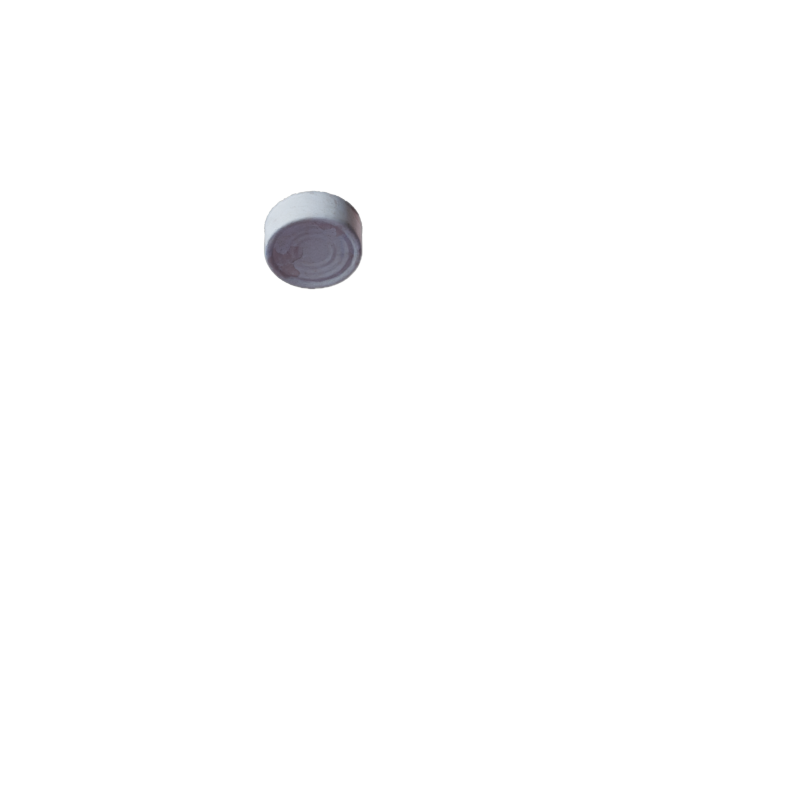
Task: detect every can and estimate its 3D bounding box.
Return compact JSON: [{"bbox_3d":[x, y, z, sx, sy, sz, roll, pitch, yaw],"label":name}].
[{"bbox_3d":[-0.075,-0.136,0.953,0.086,0.080,0.036,1,45,-1],"label":"can"}]
